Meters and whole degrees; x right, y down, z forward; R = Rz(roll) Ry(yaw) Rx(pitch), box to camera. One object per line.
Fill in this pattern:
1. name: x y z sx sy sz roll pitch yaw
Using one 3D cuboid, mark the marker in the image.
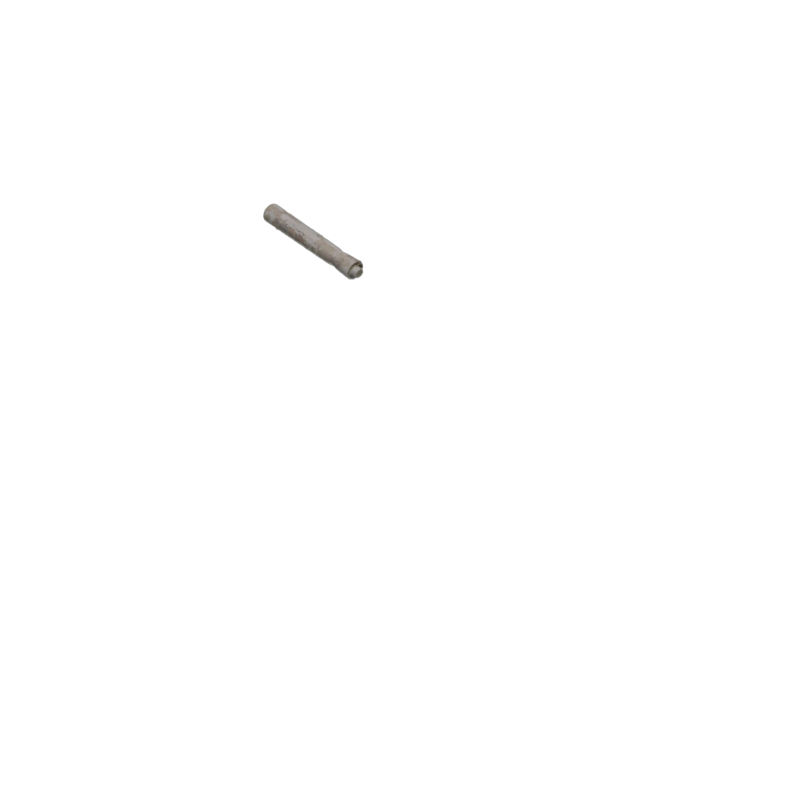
1. marker: -0.077 -0.140 0.980 0.019 0.019 0.130 -3 32 -47
